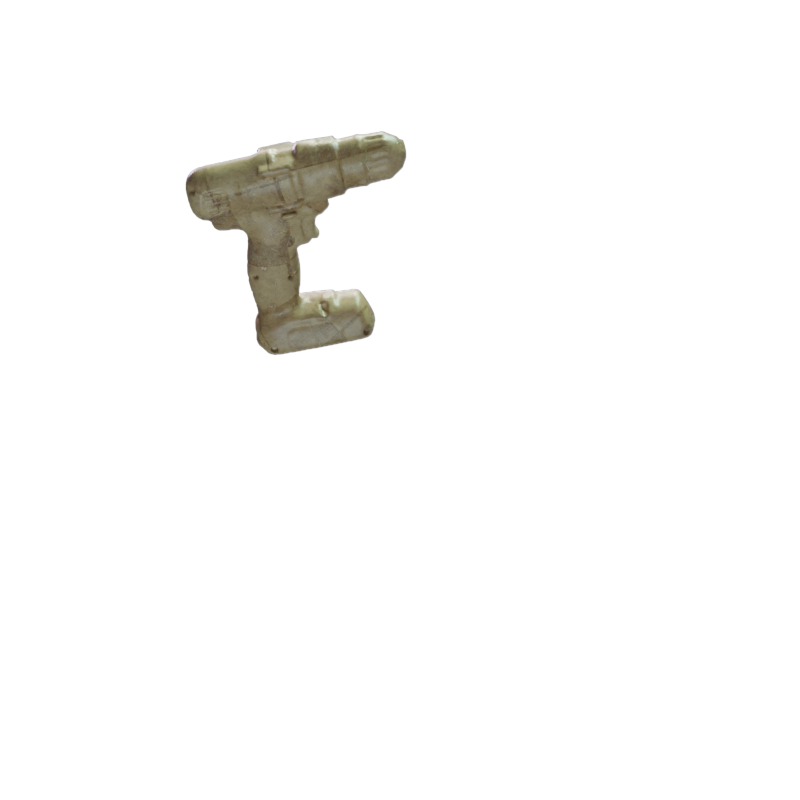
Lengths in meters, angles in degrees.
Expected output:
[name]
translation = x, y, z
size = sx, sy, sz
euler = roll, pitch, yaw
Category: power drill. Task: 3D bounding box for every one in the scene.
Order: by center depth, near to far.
[power drill]
translation = -0.074, -0.136, 0.951
size = 0.185, 0.175, 0.061
euler = -10, 32, 6
